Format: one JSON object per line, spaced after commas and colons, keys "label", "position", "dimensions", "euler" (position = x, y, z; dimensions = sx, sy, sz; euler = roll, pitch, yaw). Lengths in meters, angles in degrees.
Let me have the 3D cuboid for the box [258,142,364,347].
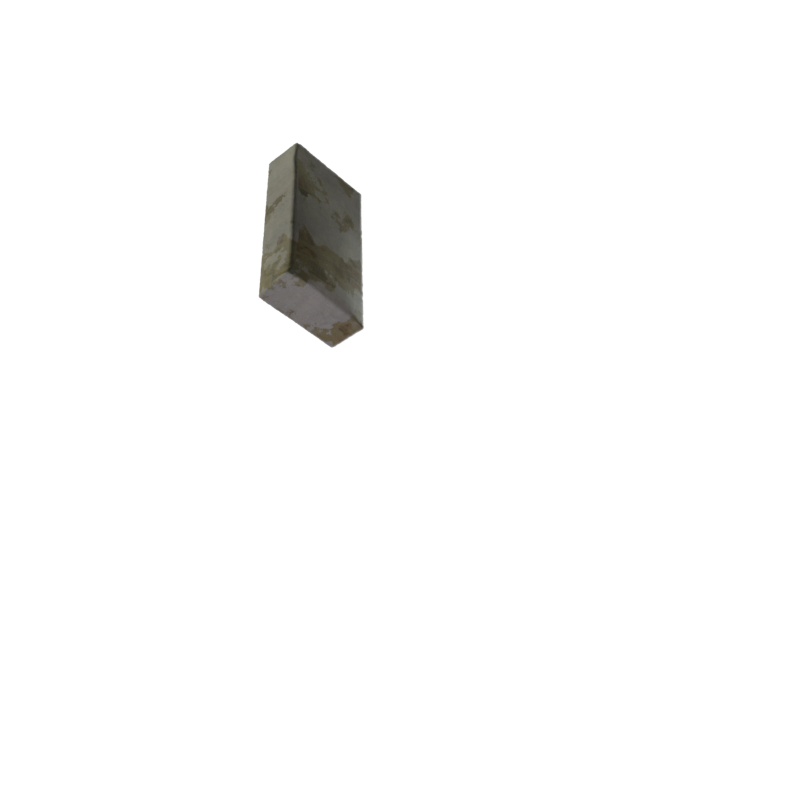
{"label": "box", "position": [-0.078, -0.143, 1.000], "dimensions": [0.048, 0.189, 0.087], "euler": [-35, -52, 28]}
